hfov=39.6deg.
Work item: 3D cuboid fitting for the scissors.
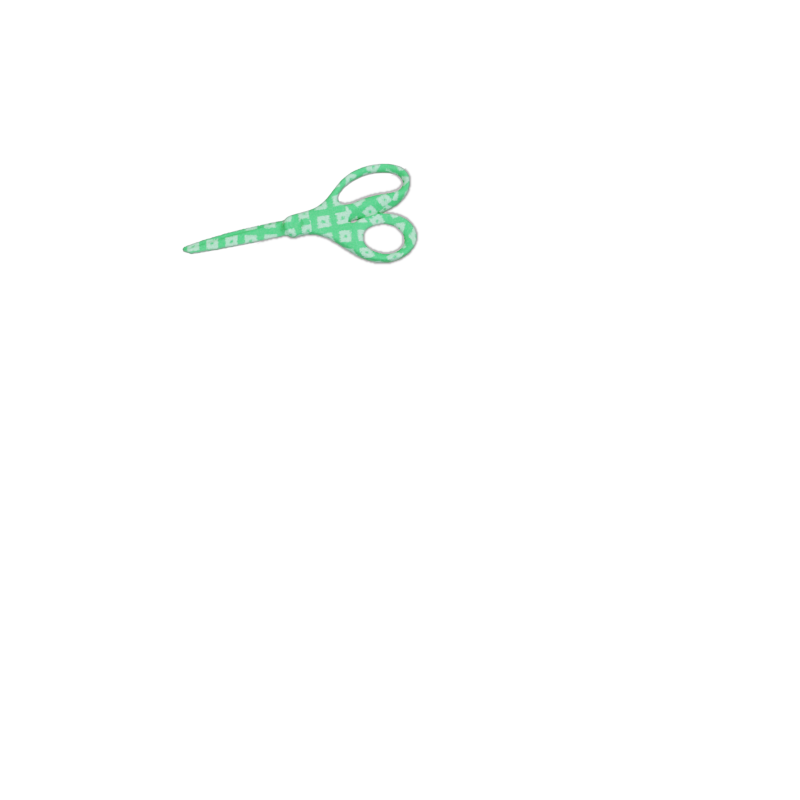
[{"bbox_3d":[-0.074,-0.134,0.939,0.201,0.100,0.015,-28,-16,-9],"label":"scissors"}]
